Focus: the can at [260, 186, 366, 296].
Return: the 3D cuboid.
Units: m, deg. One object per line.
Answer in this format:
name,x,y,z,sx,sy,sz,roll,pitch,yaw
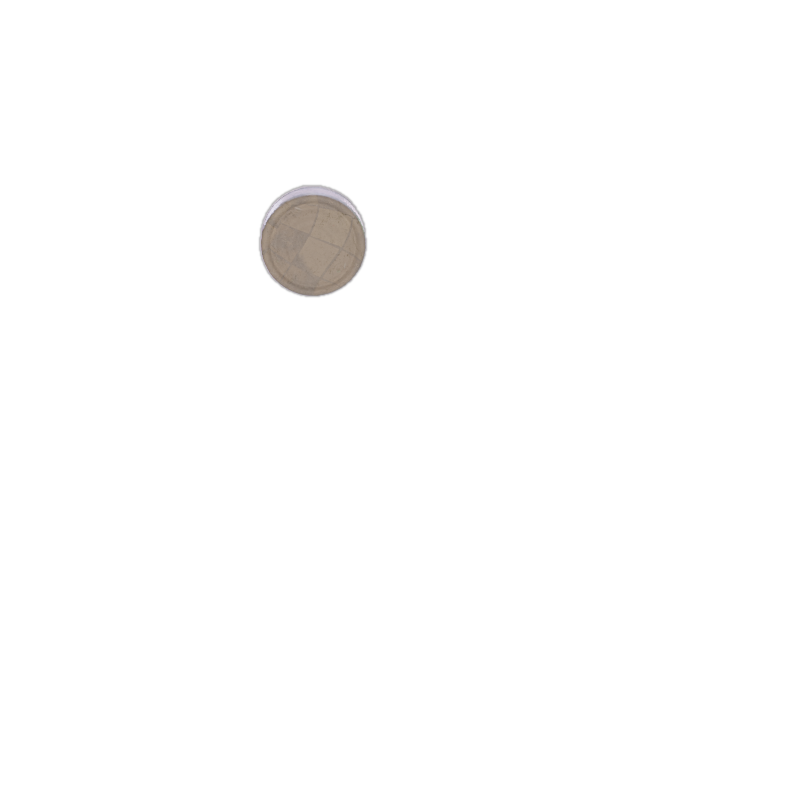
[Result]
can,-0.070,-0.127,0.893,0.086,0.083,0.035,0,13,-1
